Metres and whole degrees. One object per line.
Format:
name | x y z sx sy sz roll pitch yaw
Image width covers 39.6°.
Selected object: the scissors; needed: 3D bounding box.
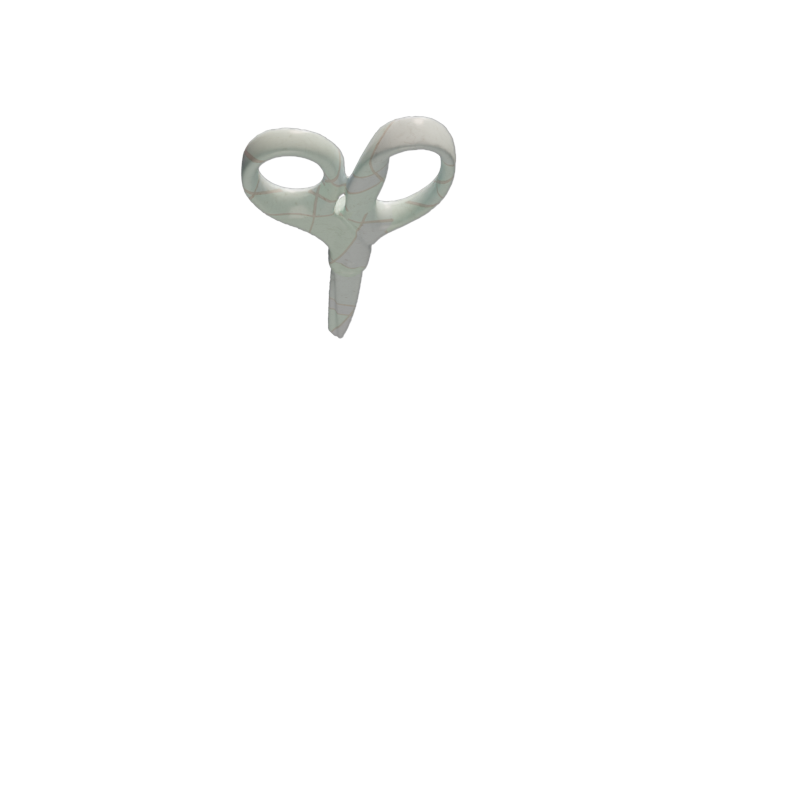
scissors | -0.040 -0.073 0.509 0.093 0.017 0.196 8 -23 -20
